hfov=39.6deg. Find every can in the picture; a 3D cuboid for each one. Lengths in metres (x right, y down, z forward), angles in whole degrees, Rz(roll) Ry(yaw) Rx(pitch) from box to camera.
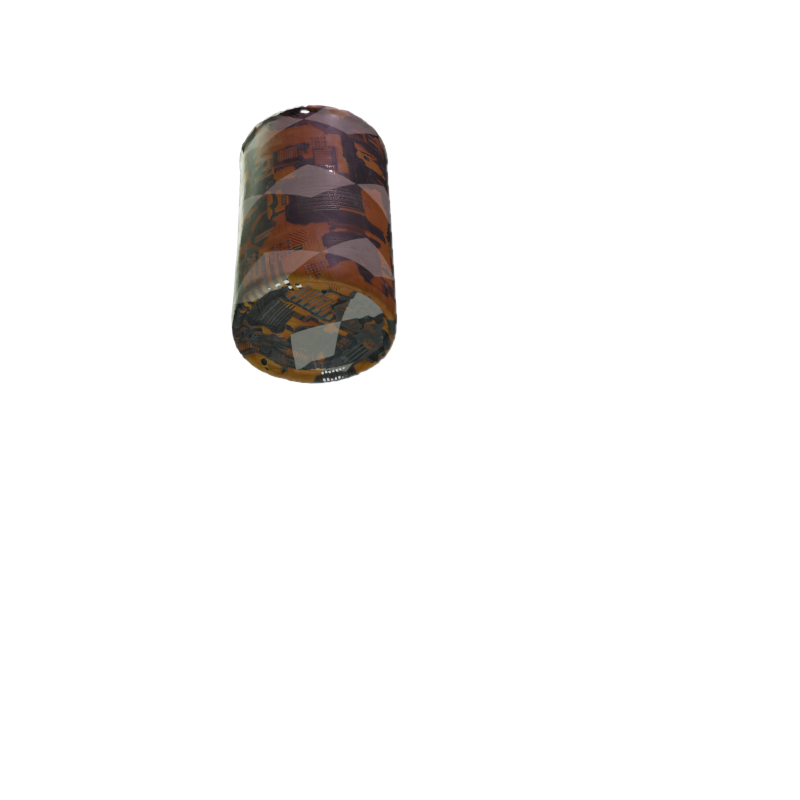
[{"bbox_3d":[-0.037,-0.067,0.472,0.068,0.110,0.064,-1,-40,-3],"label":"can"}]
